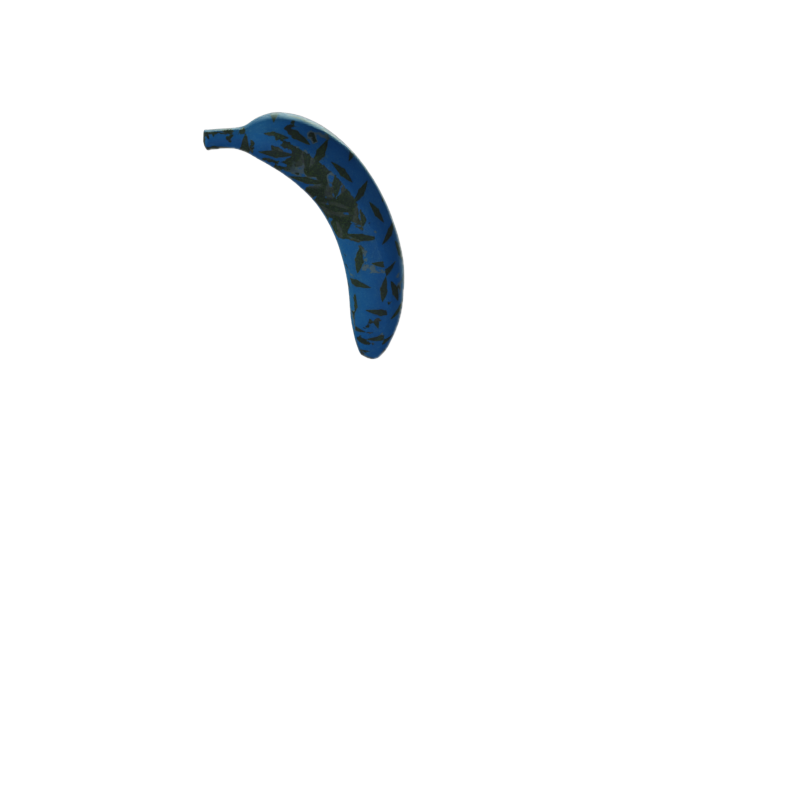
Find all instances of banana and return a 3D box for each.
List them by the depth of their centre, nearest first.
[{"bbox_3d":[-0.039,-0.108,0.678,0.070,0.185,0.039,-26,32,17],"label":"banana"}]
